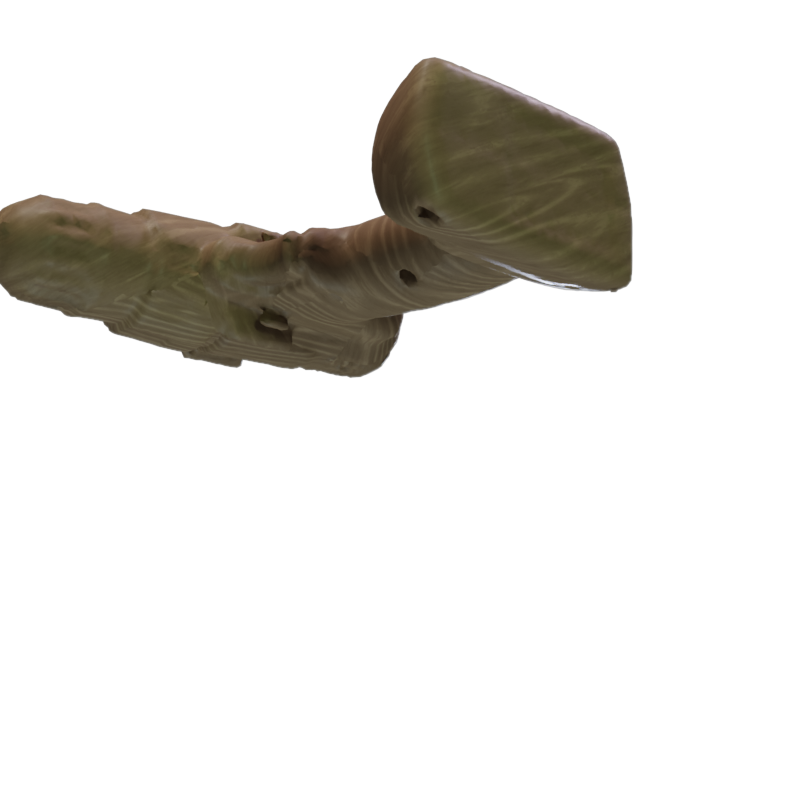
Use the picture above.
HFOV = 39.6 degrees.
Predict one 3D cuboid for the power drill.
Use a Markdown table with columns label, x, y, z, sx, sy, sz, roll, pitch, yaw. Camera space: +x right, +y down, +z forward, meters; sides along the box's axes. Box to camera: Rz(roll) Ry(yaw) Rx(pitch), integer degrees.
| label | x | y | z | sx | sy | sz | roll | pitch | yaw |
| --- | --- | --- | --- | --- | --- | --- | --- | --- | --- |
| power drill | -0.031 | -0.056 | 0.394 | 0.175 | 0.059 | 0.191 | 10 | -15 | -40 |
